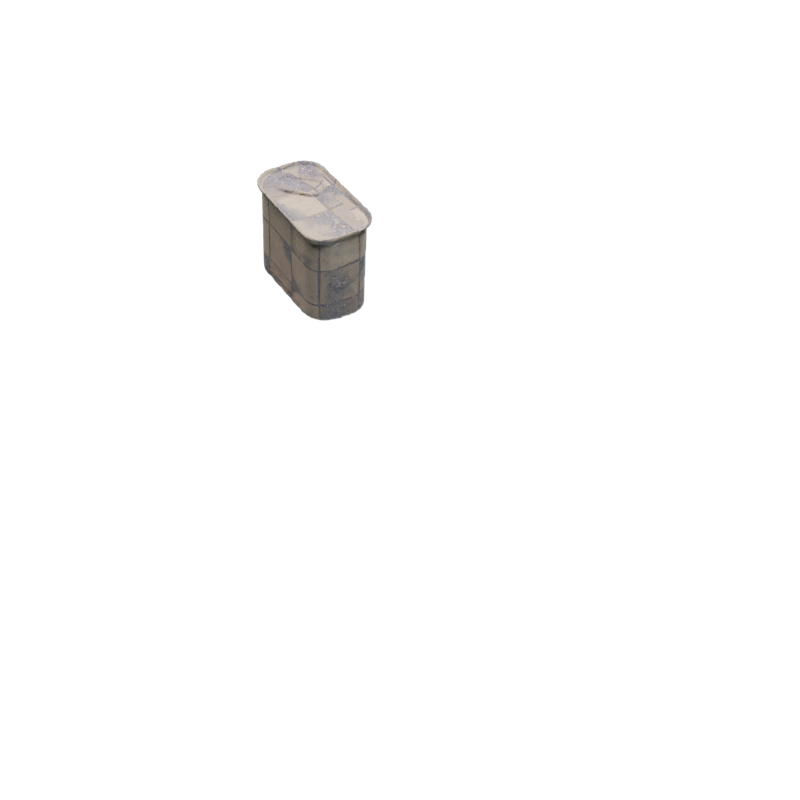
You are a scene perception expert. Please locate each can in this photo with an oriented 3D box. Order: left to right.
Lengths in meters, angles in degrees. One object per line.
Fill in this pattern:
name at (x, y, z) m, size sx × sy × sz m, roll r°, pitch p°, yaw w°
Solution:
can at (-0.067, -0.122, 0.857) m, size 0.057 × 0.078 × 0.110 m, roll -21°, pitch 47°, yaw -24°
